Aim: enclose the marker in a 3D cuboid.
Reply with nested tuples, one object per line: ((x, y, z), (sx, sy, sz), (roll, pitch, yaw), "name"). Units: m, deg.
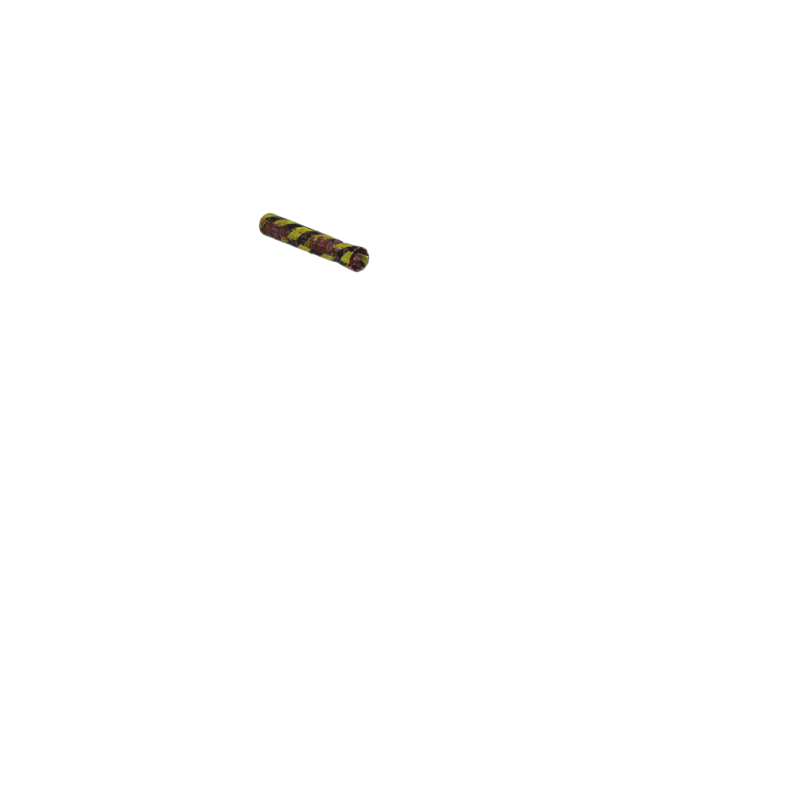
((-0.065, -0.119, 0.833), (0.019, 0.019, 0.129), (-3, 21, -39), "marker")
